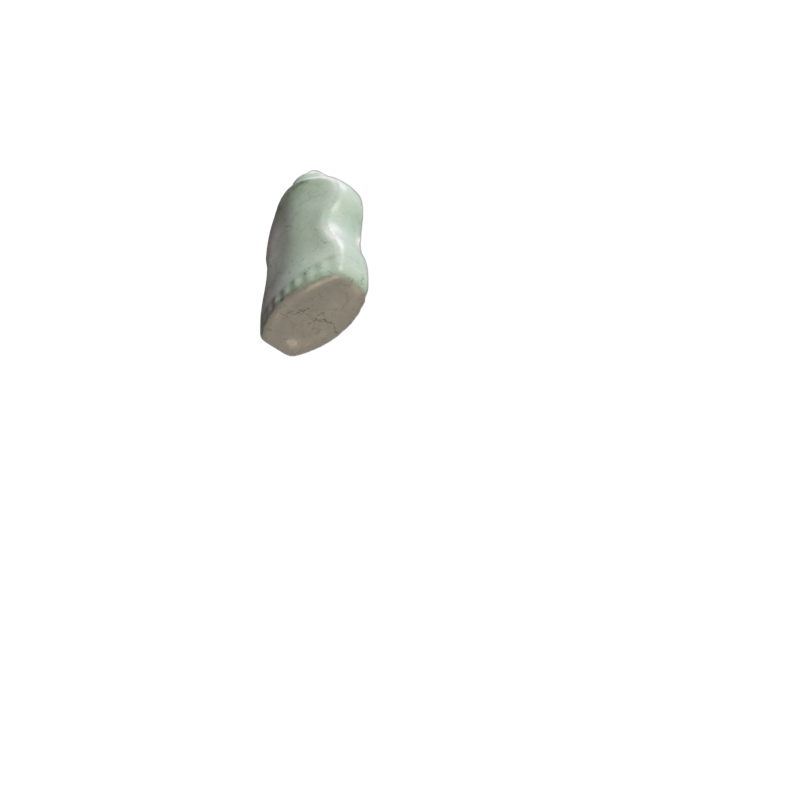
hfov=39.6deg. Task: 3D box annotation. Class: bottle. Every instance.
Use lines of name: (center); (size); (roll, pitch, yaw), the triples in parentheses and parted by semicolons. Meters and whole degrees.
bottle: (-0.071, -0.130, 0.911); (0.055, 0.206, 0.094); (32, -58, -28)
